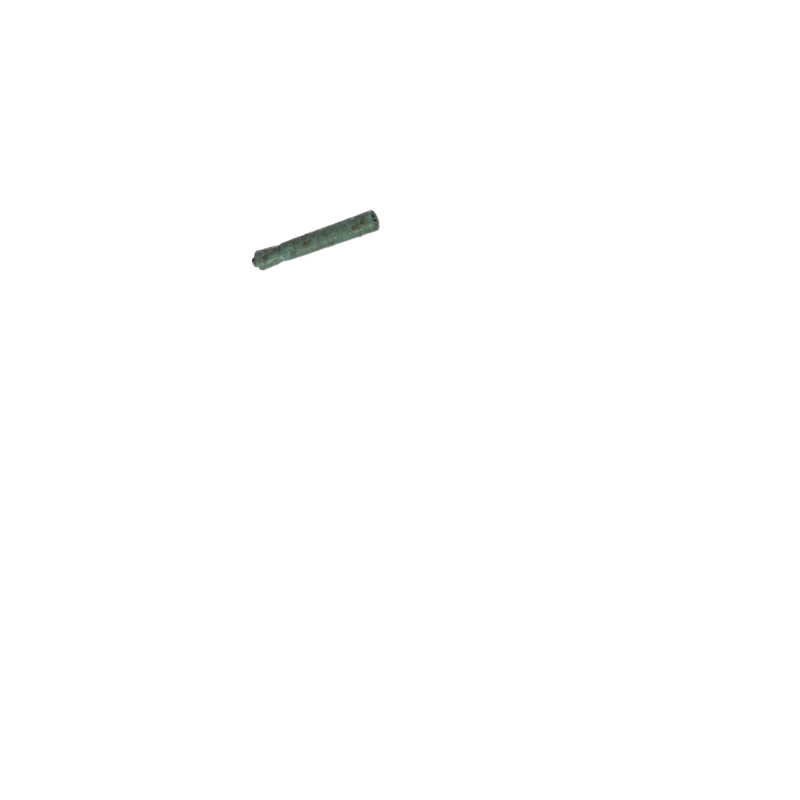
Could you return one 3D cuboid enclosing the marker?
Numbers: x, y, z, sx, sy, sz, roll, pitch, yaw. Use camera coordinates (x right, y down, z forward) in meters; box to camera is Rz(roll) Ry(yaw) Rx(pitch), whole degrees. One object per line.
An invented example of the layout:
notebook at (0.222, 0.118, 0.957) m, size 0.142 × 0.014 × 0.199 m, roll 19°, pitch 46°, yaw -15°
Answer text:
marker at (-0.076, -0.138, 0.967) m, size 0.122 × 0.020 × 0.019 m, roll -16°, pitch -2°, yaw 22°
